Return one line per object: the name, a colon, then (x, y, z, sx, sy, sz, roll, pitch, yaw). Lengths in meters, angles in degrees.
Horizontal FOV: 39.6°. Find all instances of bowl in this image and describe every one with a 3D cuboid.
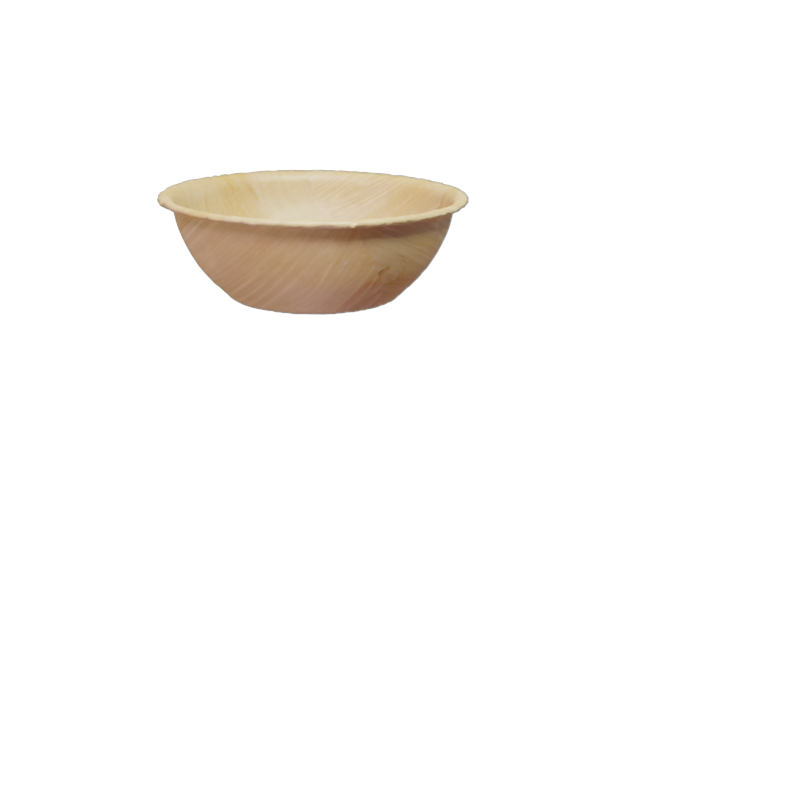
bowl: (-0.046, -0.084, 0.585, 0.162, 0.053, 0.169, -1, 19, -2)
